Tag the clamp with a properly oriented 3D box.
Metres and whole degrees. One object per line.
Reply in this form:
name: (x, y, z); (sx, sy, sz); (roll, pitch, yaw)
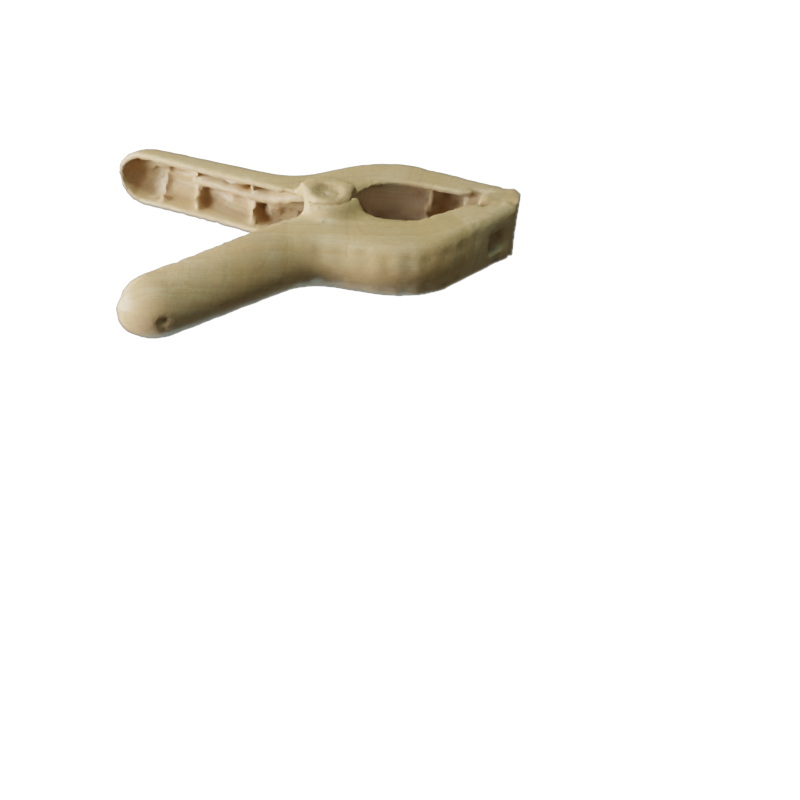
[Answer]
clamp: (-0.035, -0.063, 0.444); (0.171, 0.037, 0.129); (0, 42, 0)
